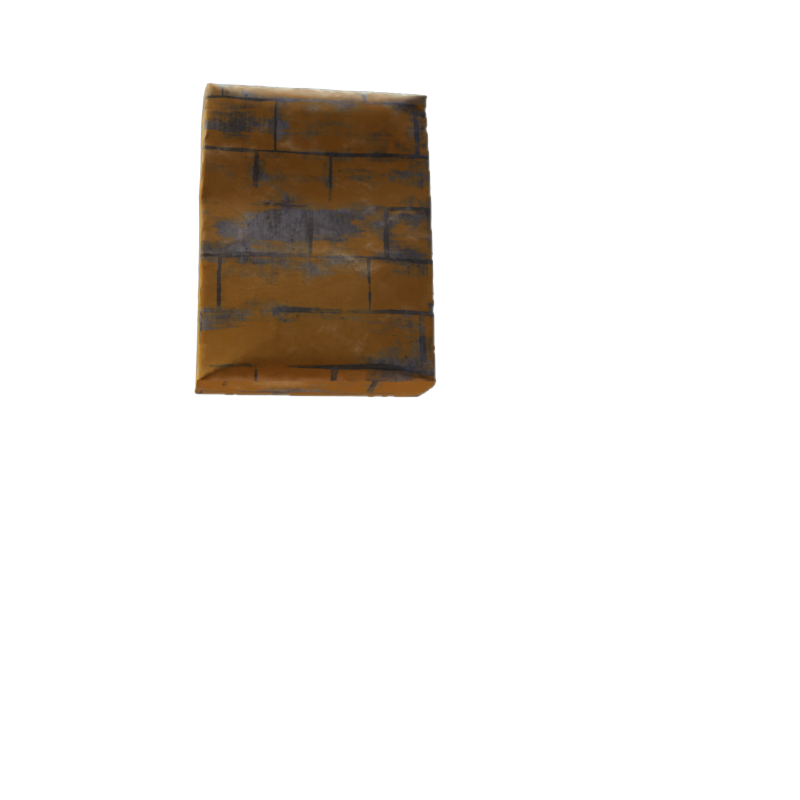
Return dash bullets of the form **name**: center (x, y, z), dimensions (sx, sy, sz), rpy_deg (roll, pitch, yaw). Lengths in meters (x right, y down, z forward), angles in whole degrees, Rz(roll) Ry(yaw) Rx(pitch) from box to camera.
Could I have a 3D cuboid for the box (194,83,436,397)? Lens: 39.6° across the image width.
- **box**: center (-0.061, -0.112, 0.785), dimensions (0.162, 0.221, 0.070), rpy_deg (1, -14, -8)
